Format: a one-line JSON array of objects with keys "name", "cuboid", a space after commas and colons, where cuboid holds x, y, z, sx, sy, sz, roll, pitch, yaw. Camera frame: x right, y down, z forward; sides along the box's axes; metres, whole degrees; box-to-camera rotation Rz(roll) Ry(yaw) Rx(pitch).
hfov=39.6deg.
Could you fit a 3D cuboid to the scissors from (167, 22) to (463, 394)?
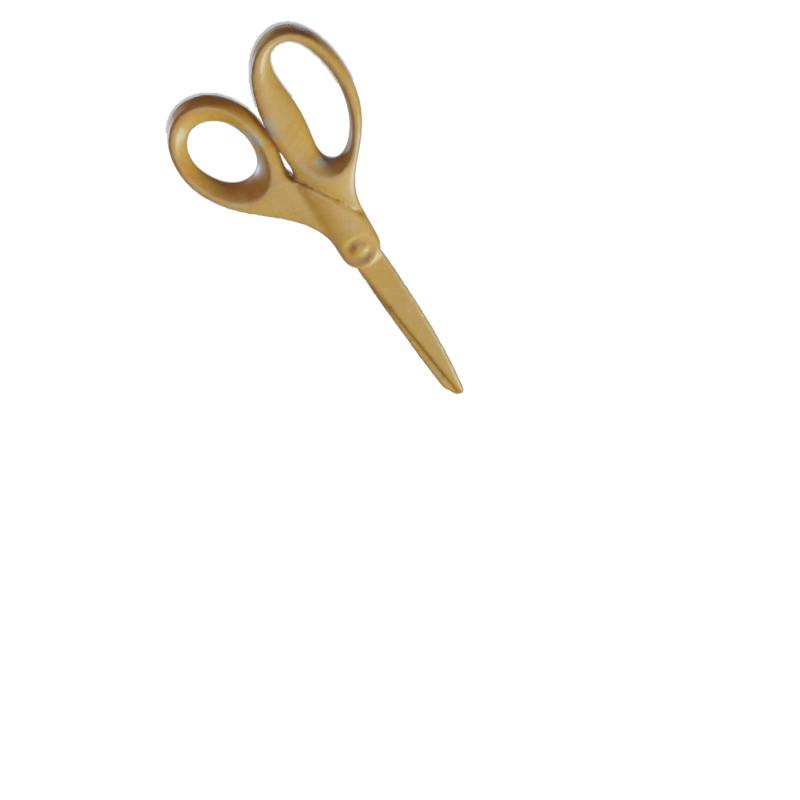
[{"name": "scissors", "cuboid": [-0.040, -0.073, 0.513, 0.097, 0.190, 0.017, -14, 26, 7]}]
